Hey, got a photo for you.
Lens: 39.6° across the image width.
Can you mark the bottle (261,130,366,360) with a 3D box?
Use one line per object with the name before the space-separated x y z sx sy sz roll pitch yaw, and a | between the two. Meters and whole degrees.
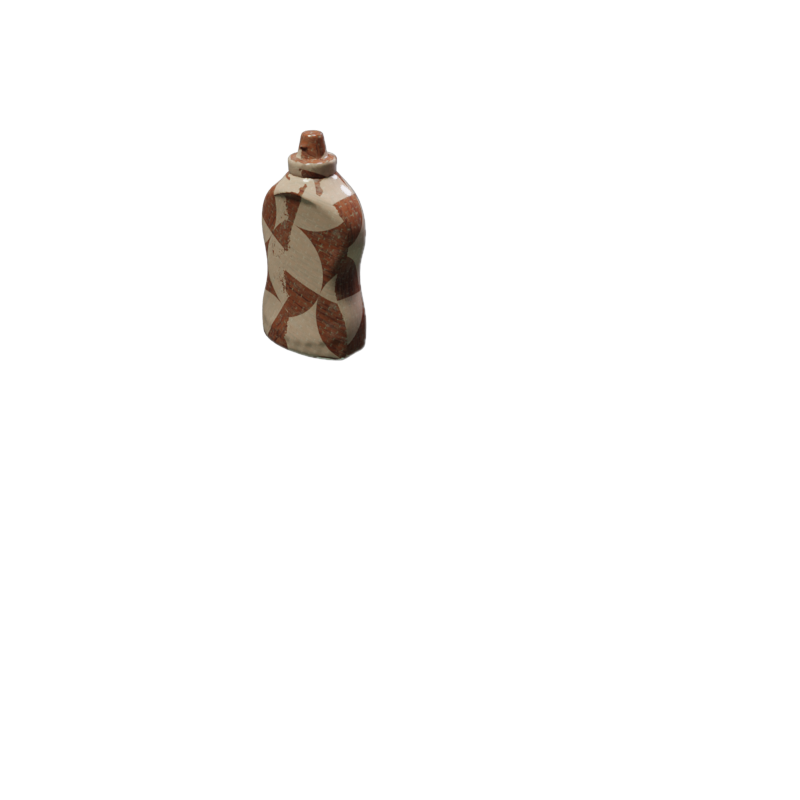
bottle | -0.074 -0.134 0.942 0.101 0.183 0.058 18 27 35
